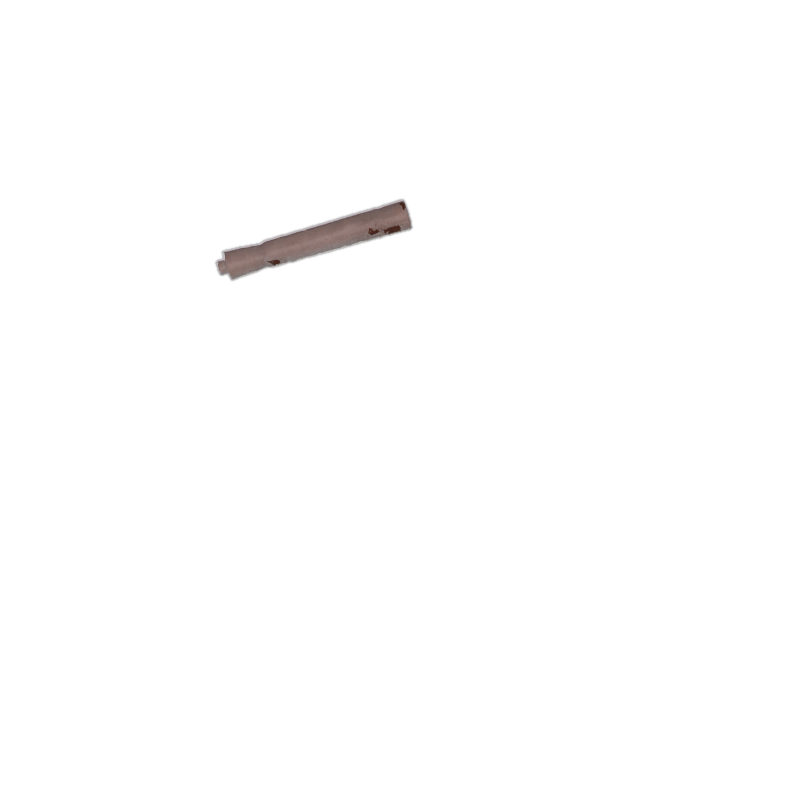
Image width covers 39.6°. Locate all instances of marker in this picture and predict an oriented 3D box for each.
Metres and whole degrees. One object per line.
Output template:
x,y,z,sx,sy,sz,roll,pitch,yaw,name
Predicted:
-0.053,-0.097,0.680,0.121,0.020,0.020,-16,4,1,marker
